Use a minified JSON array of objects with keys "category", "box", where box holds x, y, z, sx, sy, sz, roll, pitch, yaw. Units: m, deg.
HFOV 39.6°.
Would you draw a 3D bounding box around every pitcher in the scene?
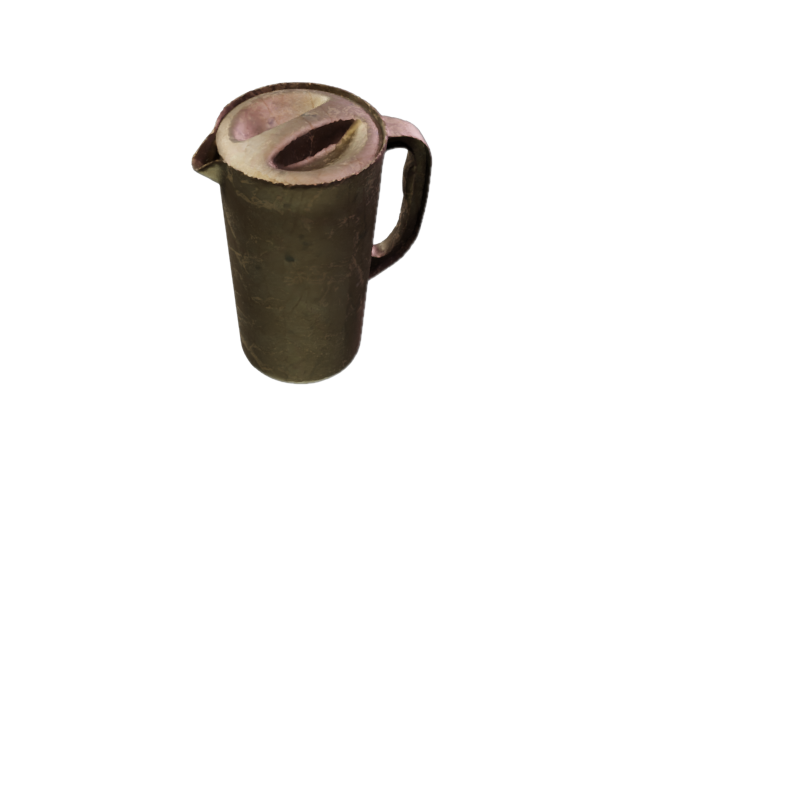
[{"category":"pitcher","box":[-0.072,-0.131,0.915,0.155,0.226,0.149,23,49,18]}]
